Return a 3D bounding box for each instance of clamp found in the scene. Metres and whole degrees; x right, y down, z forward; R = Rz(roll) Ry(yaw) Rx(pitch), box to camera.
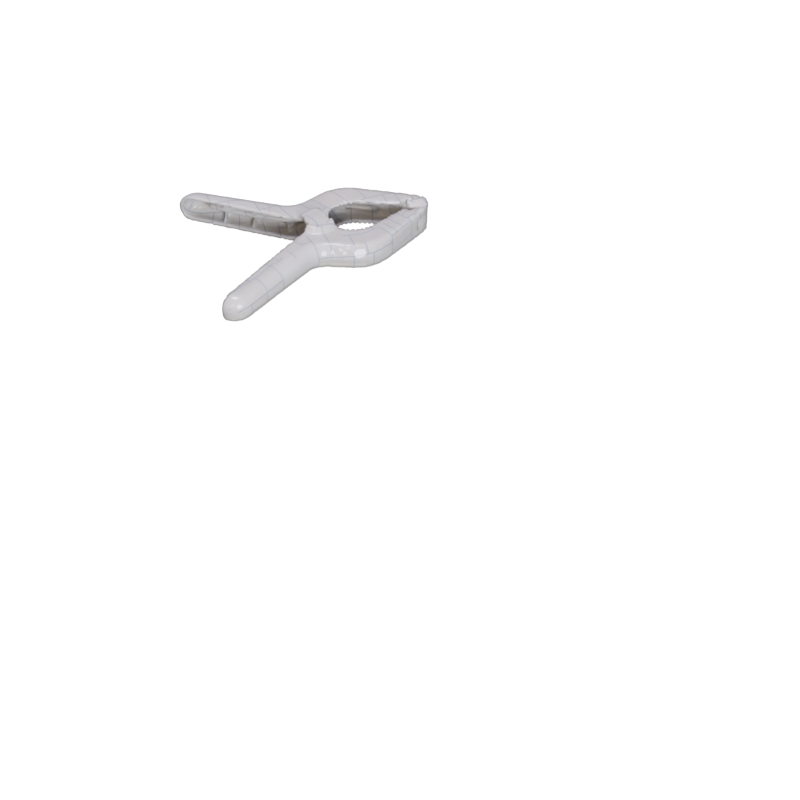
[{"bbox_3d":[-0.073,-0.133,0.933,0.208,0.034,0.178,-8,43,-9],"label":"clamp"}]
